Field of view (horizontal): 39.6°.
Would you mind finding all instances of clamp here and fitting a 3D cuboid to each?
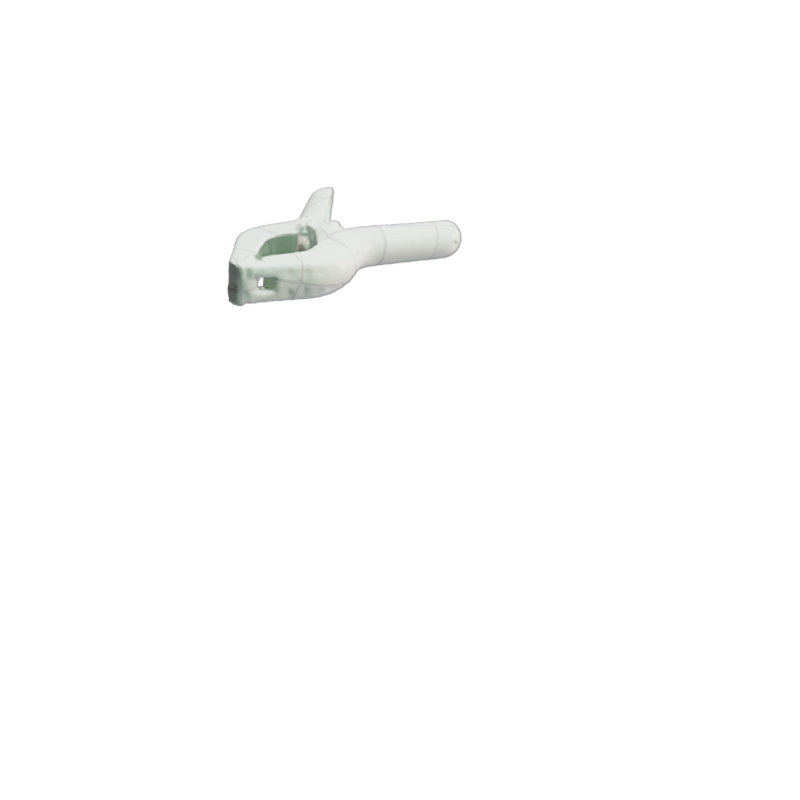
[{"bbox_3d":[-0.056,-0.103,0.720,0.127,0.038,0.169,20,30,41],"label":"clamp"}]
